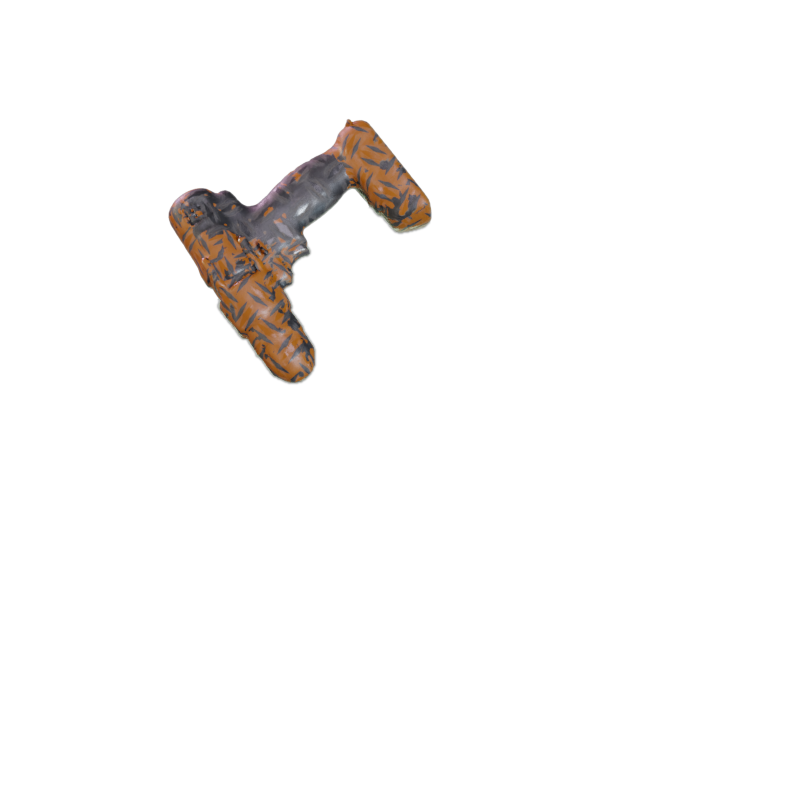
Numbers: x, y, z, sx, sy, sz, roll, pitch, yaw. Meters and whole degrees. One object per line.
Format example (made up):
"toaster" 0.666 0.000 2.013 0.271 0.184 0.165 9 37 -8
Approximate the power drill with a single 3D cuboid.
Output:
"power drill" -0.070 -0.129 0.900 0.188 0.193 0.055 -32 -17 -11
